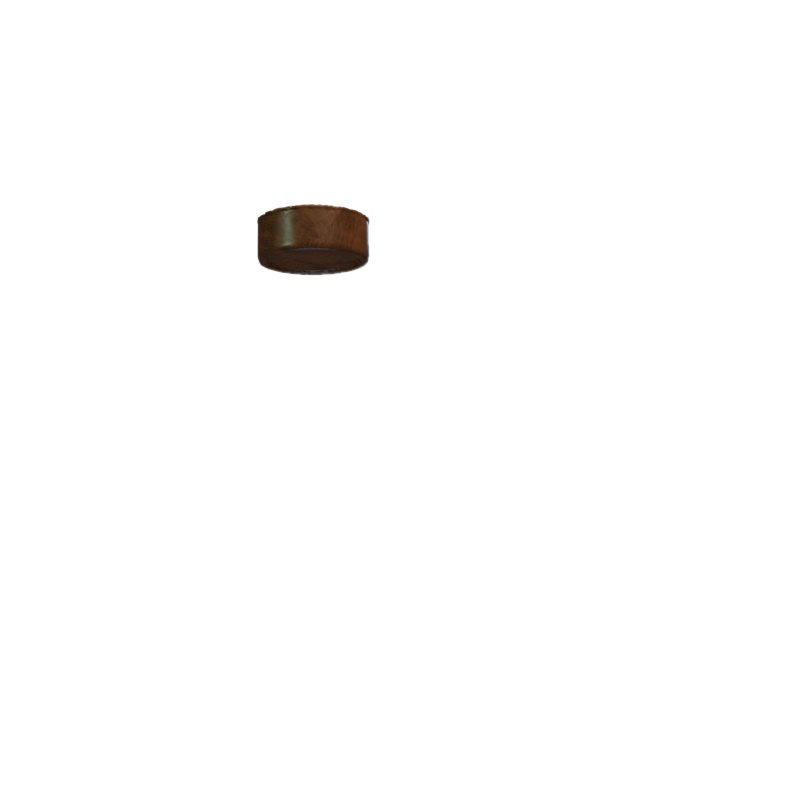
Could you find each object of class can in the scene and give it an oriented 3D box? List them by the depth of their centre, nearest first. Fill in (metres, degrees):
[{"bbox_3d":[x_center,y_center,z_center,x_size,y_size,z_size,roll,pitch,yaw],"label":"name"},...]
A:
[{"bbox_3d":[-0.066,-0.120,0.841,0.086,0.035,0.084,0,-8,-2],"label":"can"}]
